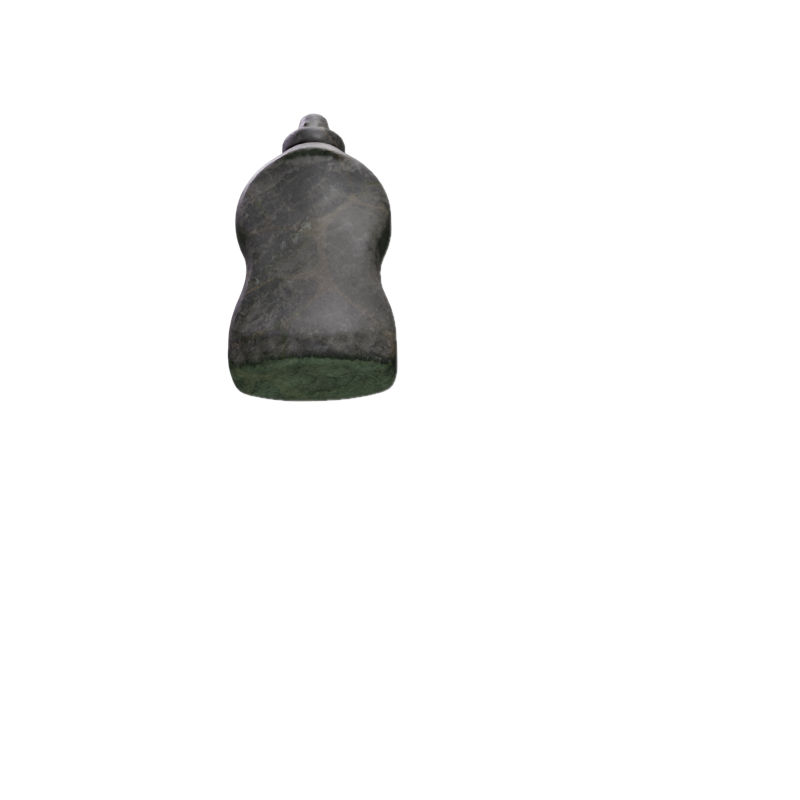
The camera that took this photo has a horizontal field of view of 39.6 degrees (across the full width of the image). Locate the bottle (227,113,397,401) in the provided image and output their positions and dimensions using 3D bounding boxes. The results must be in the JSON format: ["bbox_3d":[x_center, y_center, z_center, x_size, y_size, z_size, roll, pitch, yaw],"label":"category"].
[{"bbox_3d":[-0.053,-0.096,0.676,0.096,0.204,0.054,-4,-31,3],"label":"bottle"}]
